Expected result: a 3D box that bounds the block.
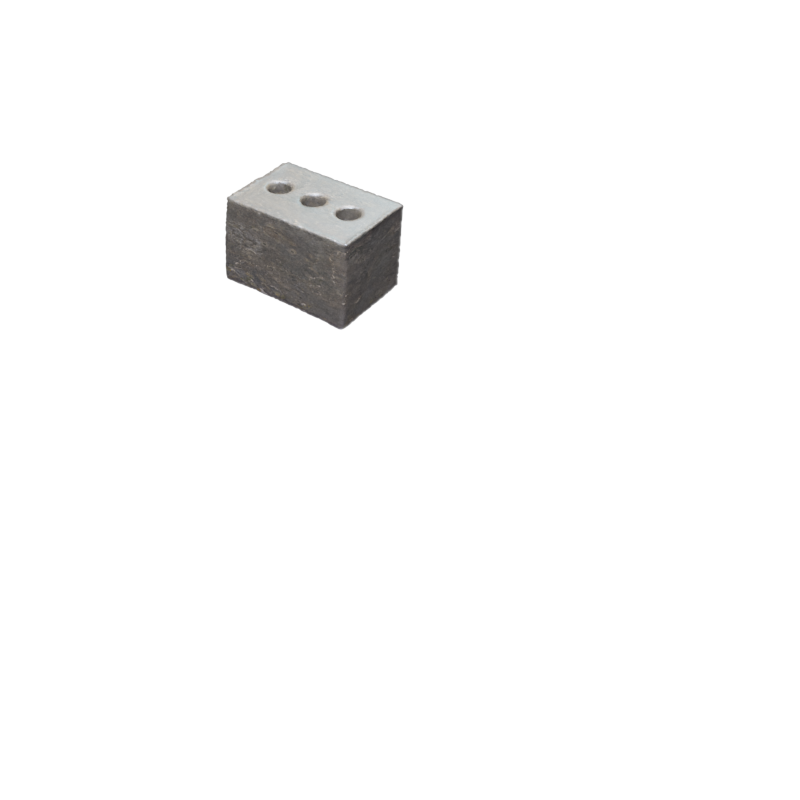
[{"bbox_3d":[-0.045,-0.082,0.572,0.082,0.048,0.053,24,42,28],"label":"block"}]
